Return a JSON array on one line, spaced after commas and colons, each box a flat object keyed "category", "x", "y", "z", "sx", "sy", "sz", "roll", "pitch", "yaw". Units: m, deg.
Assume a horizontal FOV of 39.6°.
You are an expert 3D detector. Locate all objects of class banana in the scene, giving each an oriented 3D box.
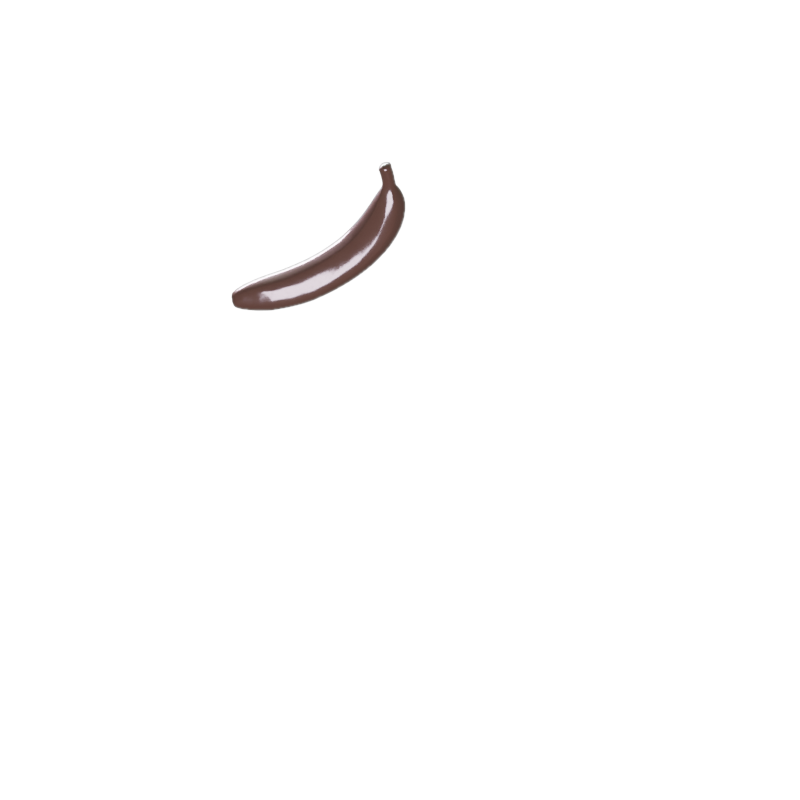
[{"category": "banana", "x": -0.062, "y": -0.132, "z": 0.993, "sx": 0.196, "sy": 0.066, "sz": 0.039, "roll": -39, "pitch": 23, "yaw": 19}]
